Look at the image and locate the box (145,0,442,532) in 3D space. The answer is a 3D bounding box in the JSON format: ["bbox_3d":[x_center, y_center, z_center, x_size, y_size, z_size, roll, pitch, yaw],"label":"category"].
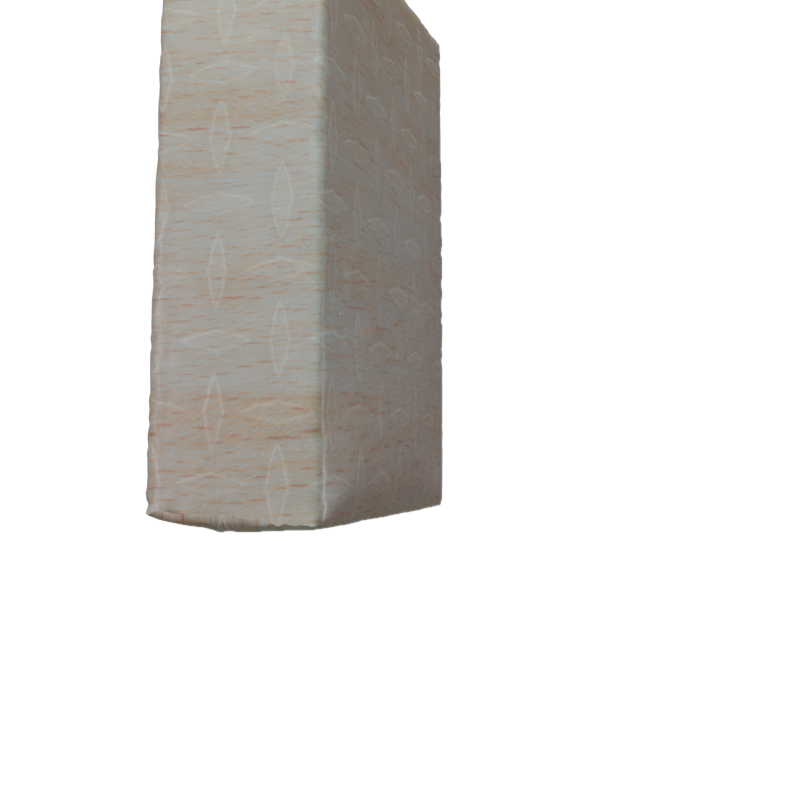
[{"bbox_3d":[-0.034,-0.063,0.440,0.073,0.219,0.157,-3,-8,17],"label":"box"}]
